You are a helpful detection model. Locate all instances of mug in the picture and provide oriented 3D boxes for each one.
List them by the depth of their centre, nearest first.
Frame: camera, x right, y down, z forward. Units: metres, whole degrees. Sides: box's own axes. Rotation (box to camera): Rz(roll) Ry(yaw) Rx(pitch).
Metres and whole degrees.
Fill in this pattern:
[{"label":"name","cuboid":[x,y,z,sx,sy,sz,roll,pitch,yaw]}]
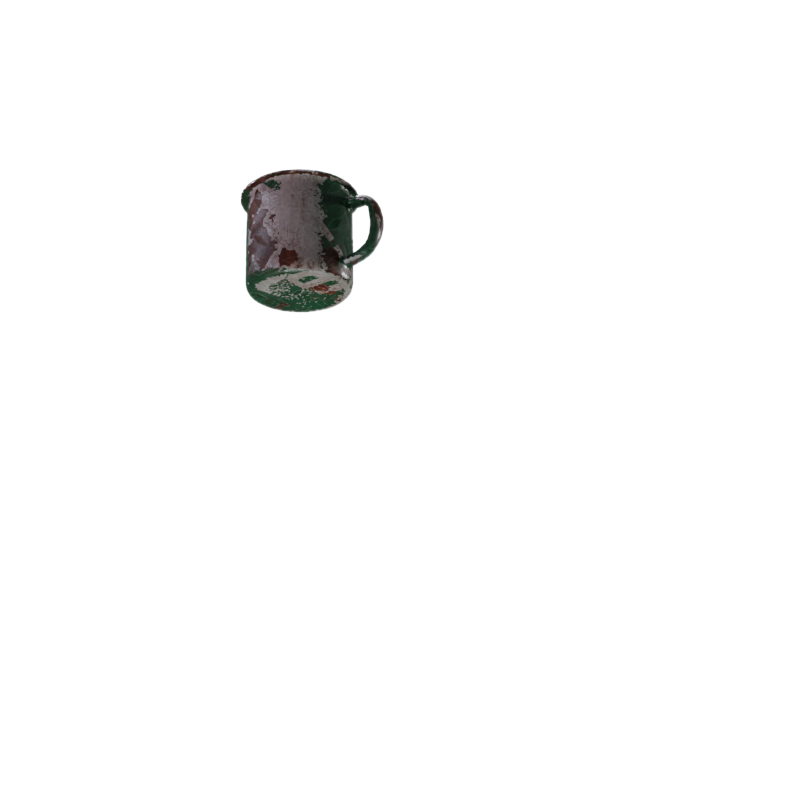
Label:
[{"label":"mug","cuboid":[-0.066,-0.121,0.848,0.119,0.086,0.087,-11,-25,23]}]
